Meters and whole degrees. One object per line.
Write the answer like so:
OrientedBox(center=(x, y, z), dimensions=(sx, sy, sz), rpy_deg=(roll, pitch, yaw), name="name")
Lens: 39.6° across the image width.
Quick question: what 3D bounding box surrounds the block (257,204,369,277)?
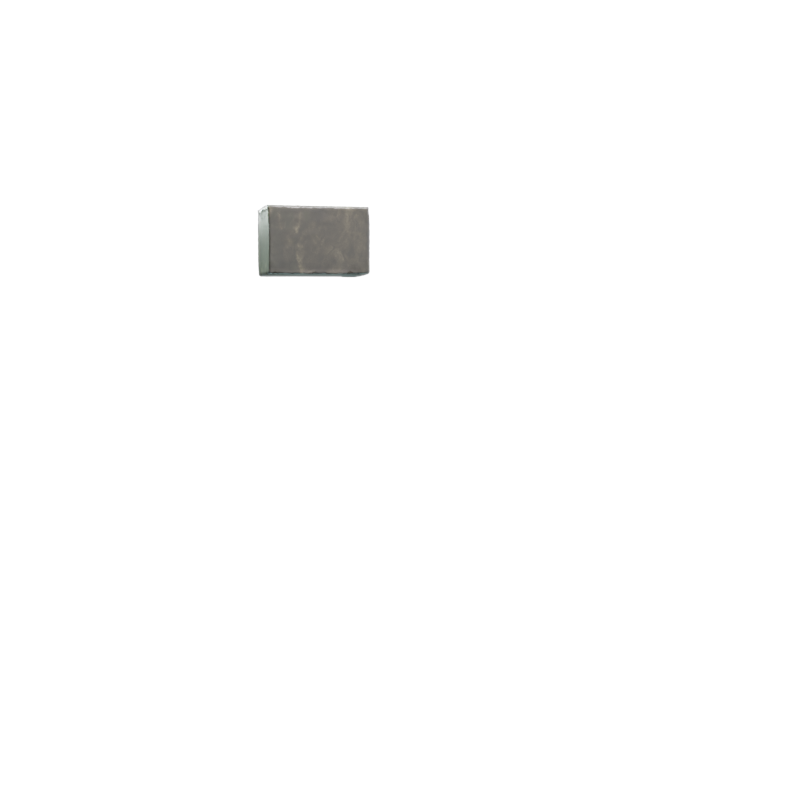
OrientedBox(center=(-0.065, -0.119, 0.833), dimensions=(0.077, 0.052, 0.053), rpy_deg=(0, 0, -13), name="block")
